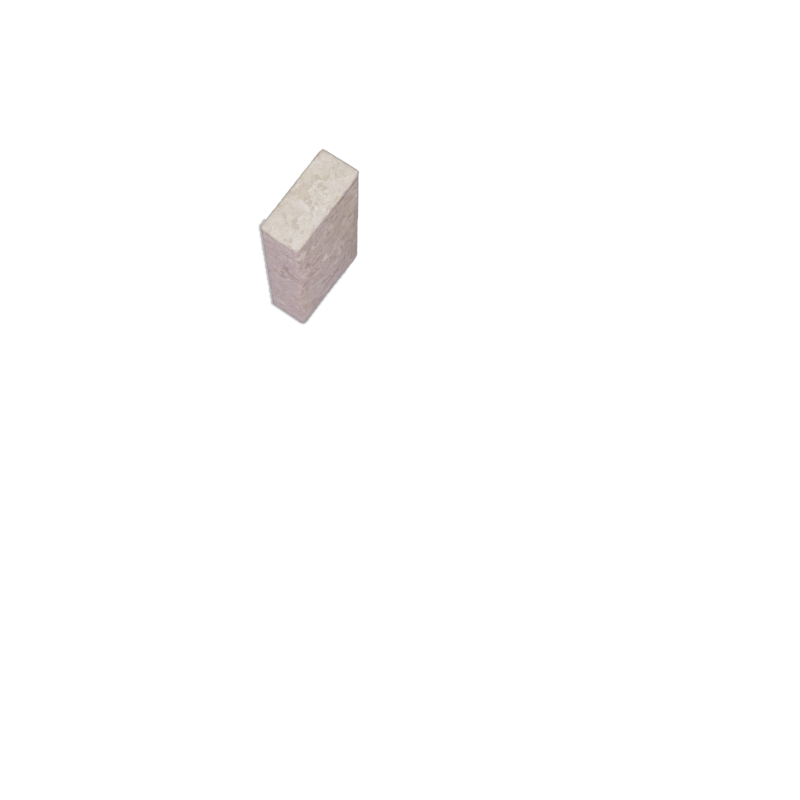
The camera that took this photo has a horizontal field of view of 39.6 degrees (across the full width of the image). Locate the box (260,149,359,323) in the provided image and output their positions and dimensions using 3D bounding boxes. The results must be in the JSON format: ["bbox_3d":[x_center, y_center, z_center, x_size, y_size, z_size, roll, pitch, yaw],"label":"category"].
[{"bbox_3d":[-0.078,-0.142,0.994,0.049,0.095,0.169,34,-15,5],"label":"box"}]
